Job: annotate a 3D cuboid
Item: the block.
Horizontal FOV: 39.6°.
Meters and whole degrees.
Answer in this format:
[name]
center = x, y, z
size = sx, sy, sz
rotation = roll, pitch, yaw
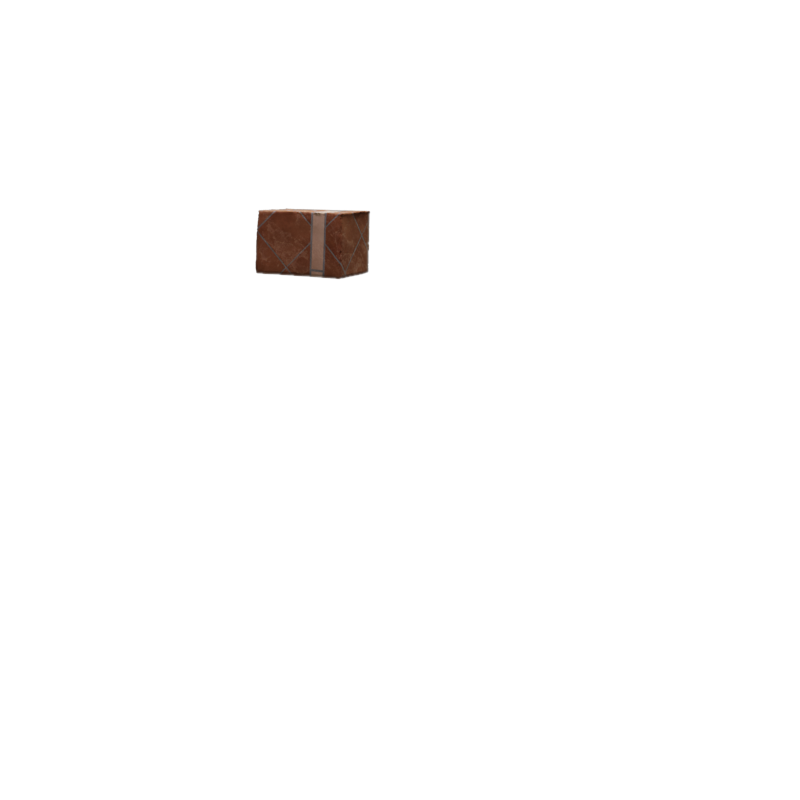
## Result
[block]
center = -0.069, -0.126, 0.886
size = 0.081, 0.050, 0.052
rotation = 5, 10, 27
